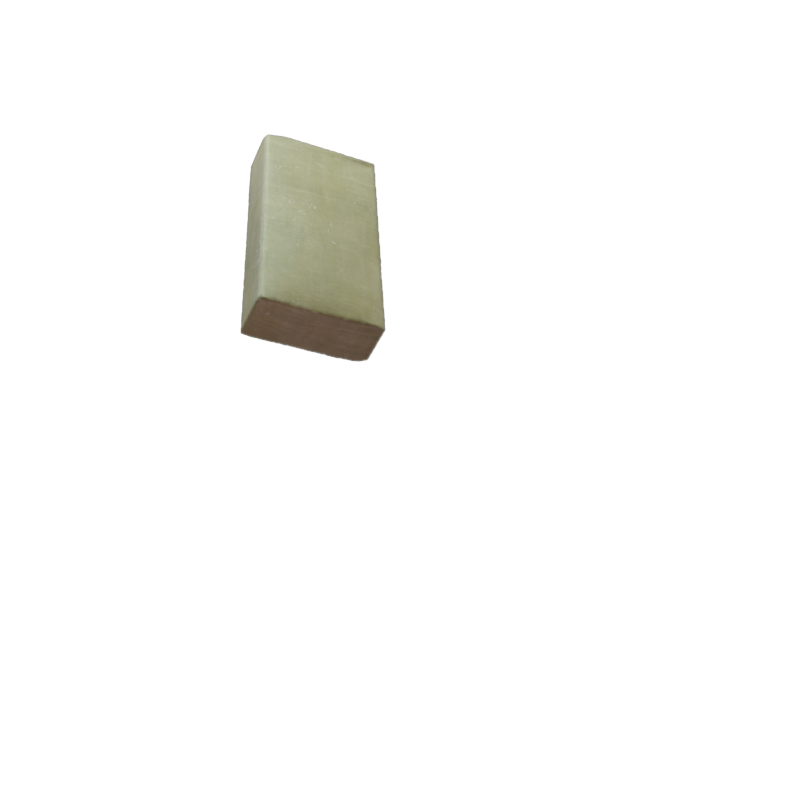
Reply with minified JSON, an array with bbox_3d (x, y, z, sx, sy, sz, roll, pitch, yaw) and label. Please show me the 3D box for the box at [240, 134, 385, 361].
[{"bbox_3d":[-0.063,-0.115,0.801,0.091,0.189,0.046,13,-43,-18],"label":"box"}]
